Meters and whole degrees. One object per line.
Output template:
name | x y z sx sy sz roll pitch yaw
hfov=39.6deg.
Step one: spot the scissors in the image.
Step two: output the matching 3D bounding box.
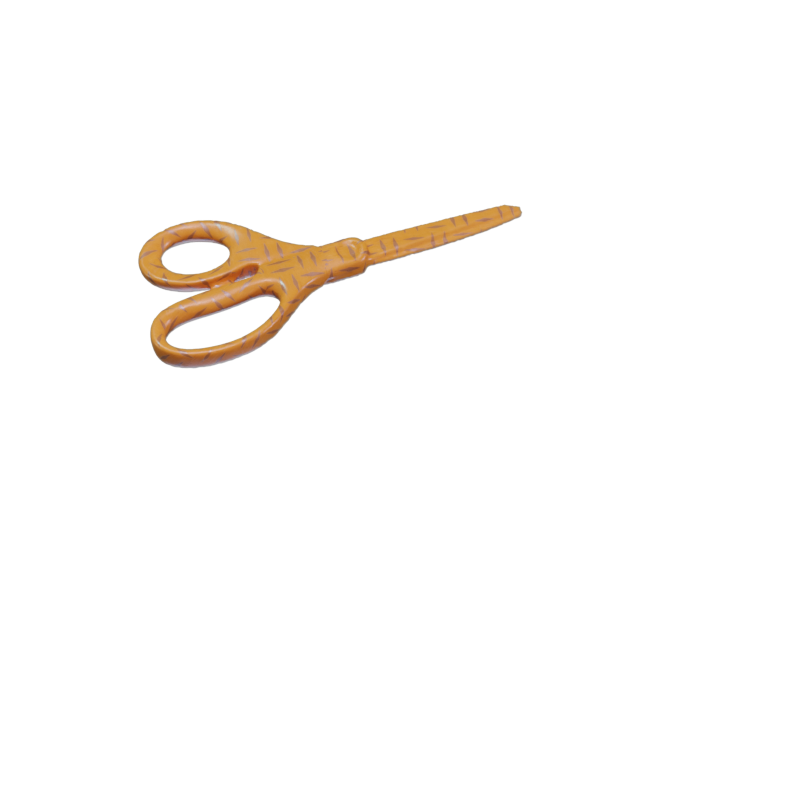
scissors | -0.044 -0.080 0.562 0.202 0.015 0.103 -31 56 -24
